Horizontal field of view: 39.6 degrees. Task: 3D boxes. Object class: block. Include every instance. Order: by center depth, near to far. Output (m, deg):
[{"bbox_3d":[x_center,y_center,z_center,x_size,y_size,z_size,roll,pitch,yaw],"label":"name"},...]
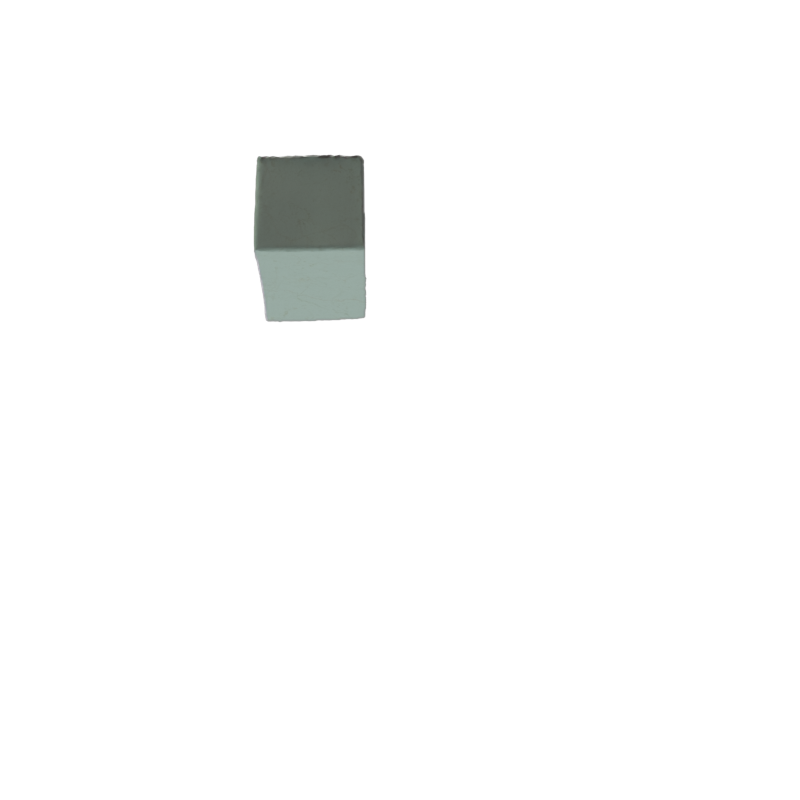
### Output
[{"bbox_3d":[-0.043,-0.078,0.544,0.053,0.054,0.074,0,-24,-1],"label":"block"}]
